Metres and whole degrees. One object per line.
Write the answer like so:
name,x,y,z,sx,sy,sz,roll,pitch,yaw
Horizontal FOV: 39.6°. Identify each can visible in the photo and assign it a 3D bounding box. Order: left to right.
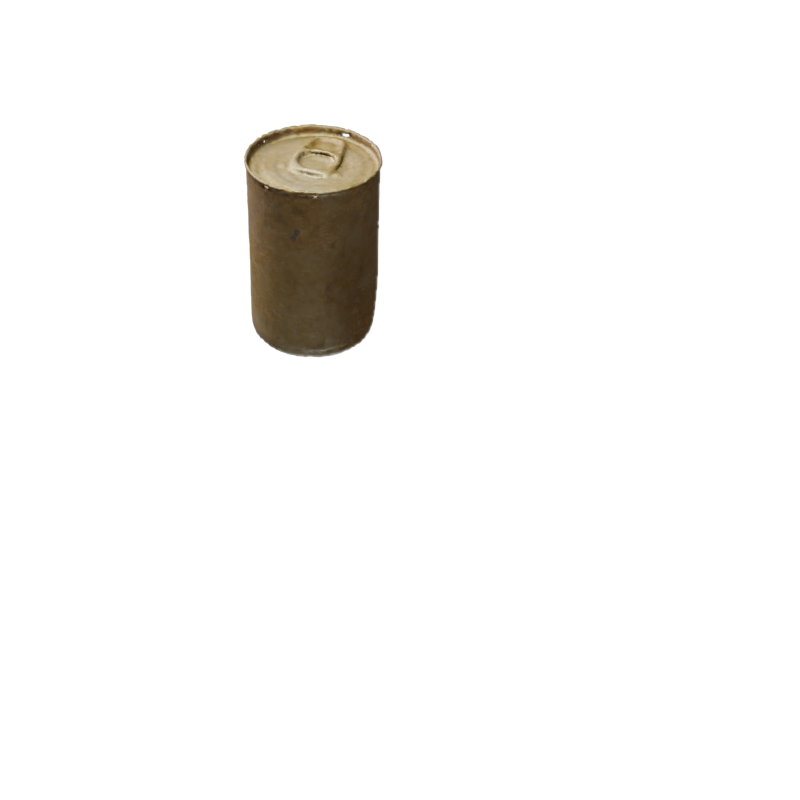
can,-0.045,-0.082,0.572,0.068,0.095,0.073,0,38,-3
